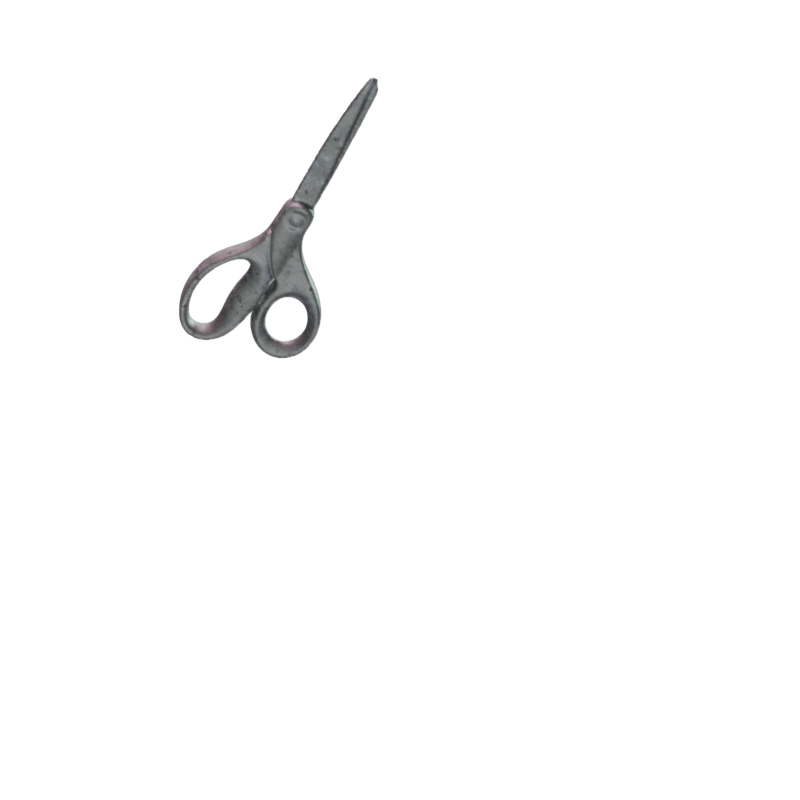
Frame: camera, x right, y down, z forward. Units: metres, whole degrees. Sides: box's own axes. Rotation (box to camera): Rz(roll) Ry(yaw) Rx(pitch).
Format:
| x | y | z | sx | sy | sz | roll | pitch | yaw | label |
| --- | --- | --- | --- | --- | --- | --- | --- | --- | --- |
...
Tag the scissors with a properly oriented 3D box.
| x | y | z | sx | sy | sz | roll | pitch | yaw | label |
| --- | --- | --- | --- | --- | --- | --- | --- | --- | --- |
| -0.052 | -0.095 | 0.663 | 0.091 | 0.199 | 0.017 | 39 | 26 | -24 | scissors |
